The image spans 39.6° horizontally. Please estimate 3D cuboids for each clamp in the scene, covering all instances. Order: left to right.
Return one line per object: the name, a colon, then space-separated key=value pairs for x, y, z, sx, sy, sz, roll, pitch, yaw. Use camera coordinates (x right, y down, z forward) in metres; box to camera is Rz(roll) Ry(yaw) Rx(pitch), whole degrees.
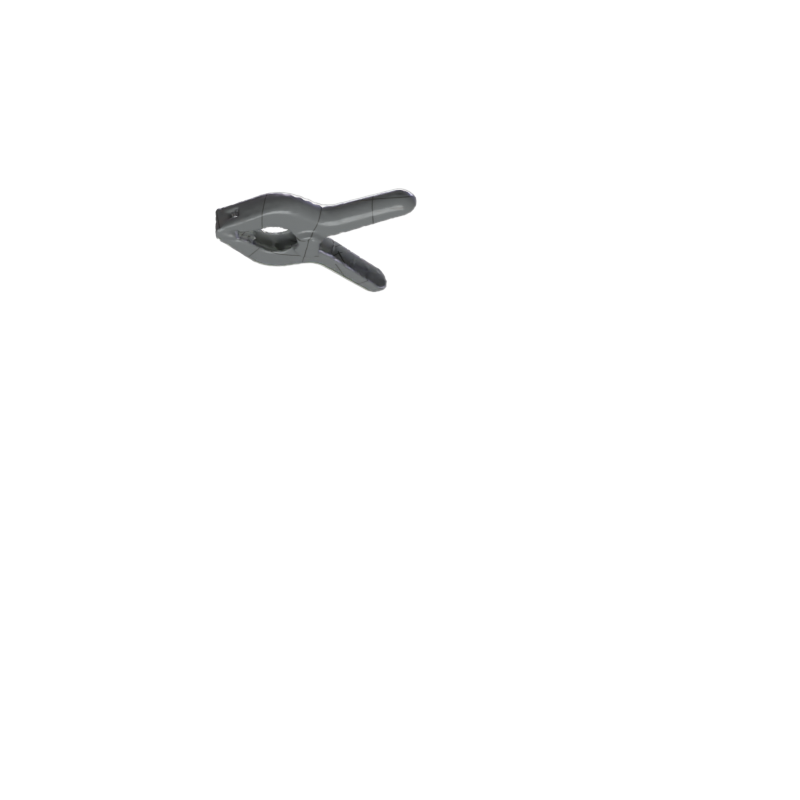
clamp: x=-0.076 y=-0.139 z=0.974 sx=0.171 sy=0.112 sz=0.042 roll=2 pitch=44 yaw=-2
